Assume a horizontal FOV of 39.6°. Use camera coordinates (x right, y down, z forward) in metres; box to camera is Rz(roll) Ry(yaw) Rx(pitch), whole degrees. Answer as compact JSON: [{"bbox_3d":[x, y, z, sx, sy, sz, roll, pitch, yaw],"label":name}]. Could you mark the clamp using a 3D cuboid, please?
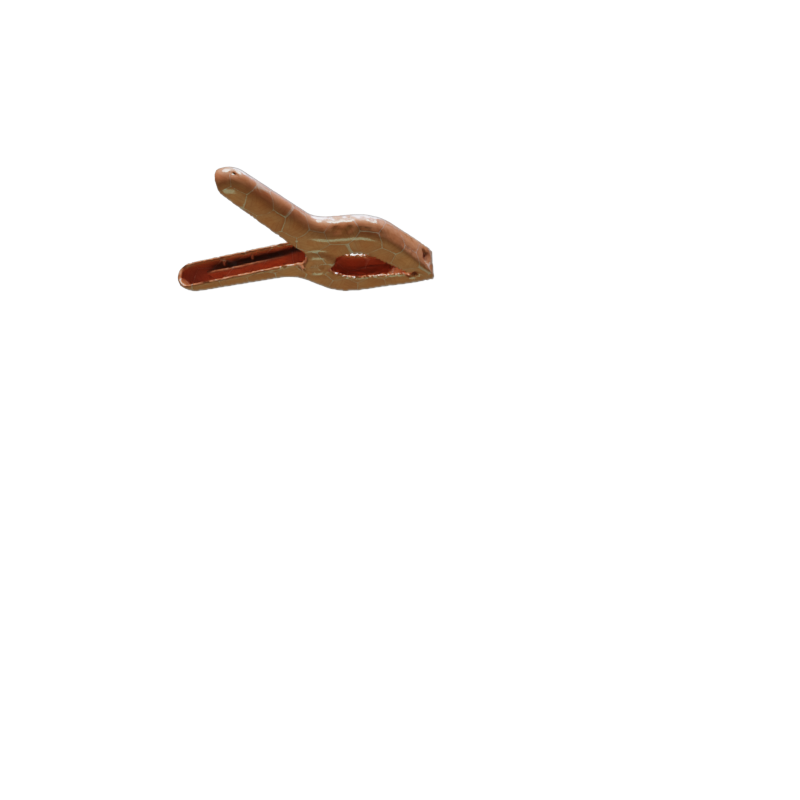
[{"bbox_3d":[-0.070,-0.128,0.898,0.207,0.039,0.157,4,-26,-10],"label":"clamp"}]
